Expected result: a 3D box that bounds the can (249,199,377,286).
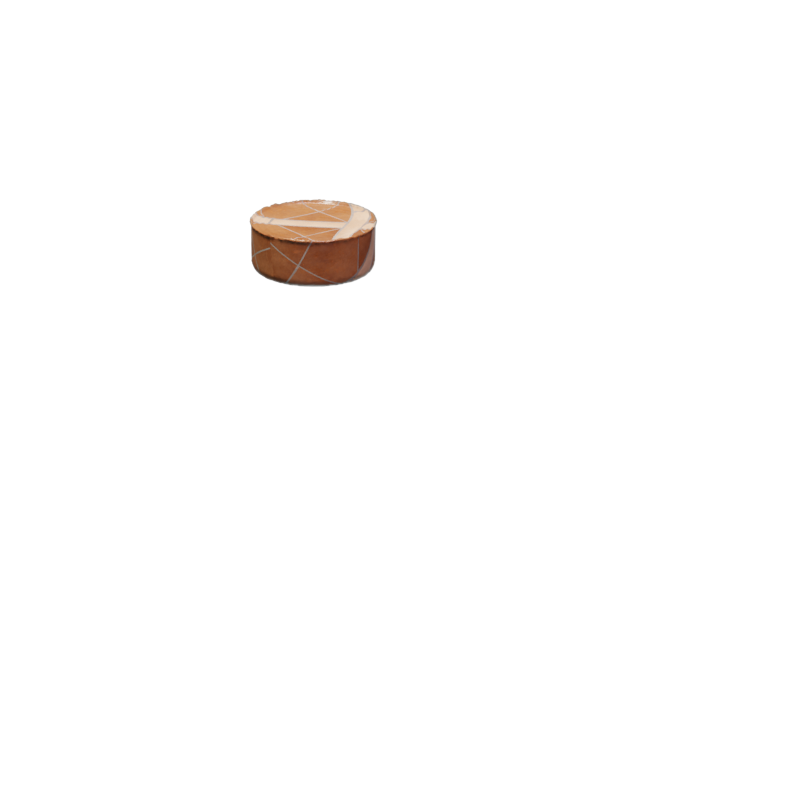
[{"bbox_3d":[-0.059,-0.107,0.753,0.086,0.032,0.091,-1,26,-2],"label":"can"}]
